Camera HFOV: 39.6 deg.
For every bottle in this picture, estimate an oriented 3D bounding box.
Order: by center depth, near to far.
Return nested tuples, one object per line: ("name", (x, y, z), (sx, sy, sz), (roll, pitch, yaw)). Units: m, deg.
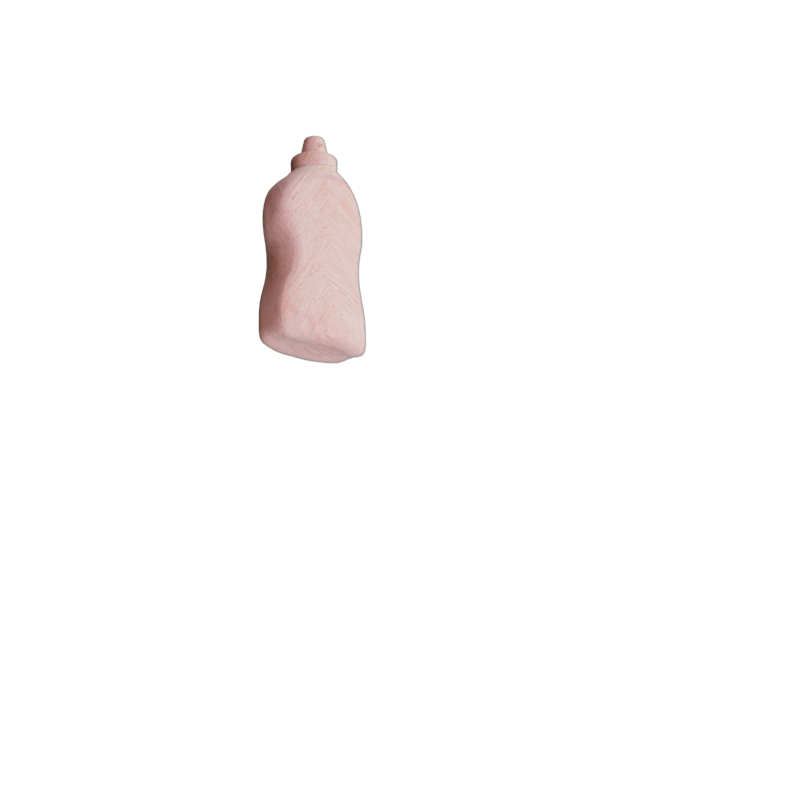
("bottle", (-0.072, -0.133, 0.928), (0.091, 0.201, 0.059), (17, -28, -40))
